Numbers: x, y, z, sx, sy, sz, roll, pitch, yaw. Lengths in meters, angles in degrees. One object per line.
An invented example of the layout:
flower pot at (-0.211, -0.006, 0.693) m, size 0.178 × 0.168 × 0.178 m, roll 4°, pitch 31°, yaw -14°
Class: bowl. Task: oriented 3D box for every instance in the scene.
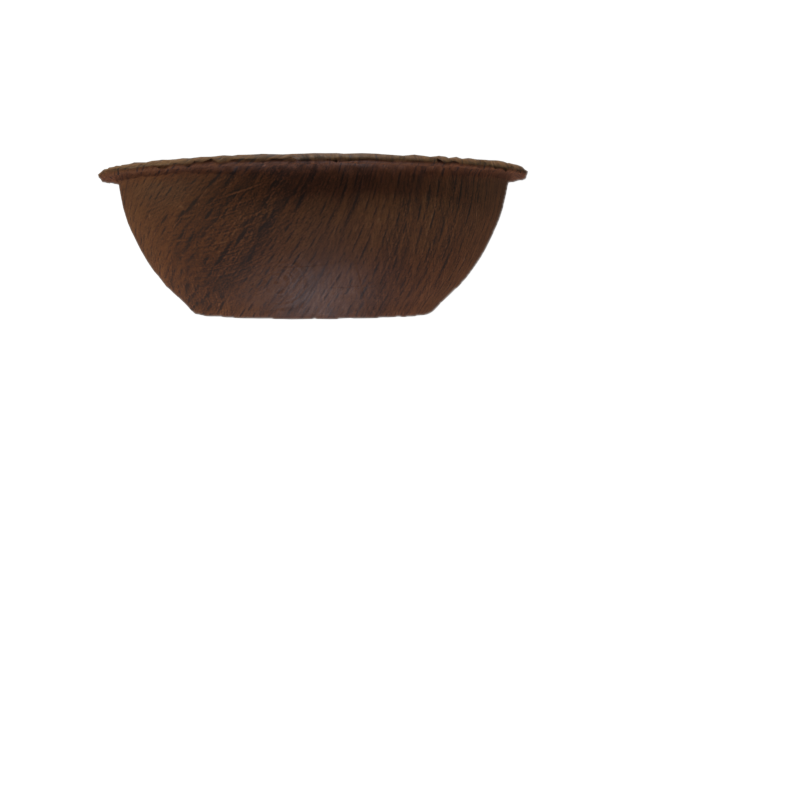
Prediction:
bowl at (-0.033, -0.061, 0.424) m, size 0.162 × 0.055 × 0.163 m, roll 0°, pitch 6°, yaw -2°
